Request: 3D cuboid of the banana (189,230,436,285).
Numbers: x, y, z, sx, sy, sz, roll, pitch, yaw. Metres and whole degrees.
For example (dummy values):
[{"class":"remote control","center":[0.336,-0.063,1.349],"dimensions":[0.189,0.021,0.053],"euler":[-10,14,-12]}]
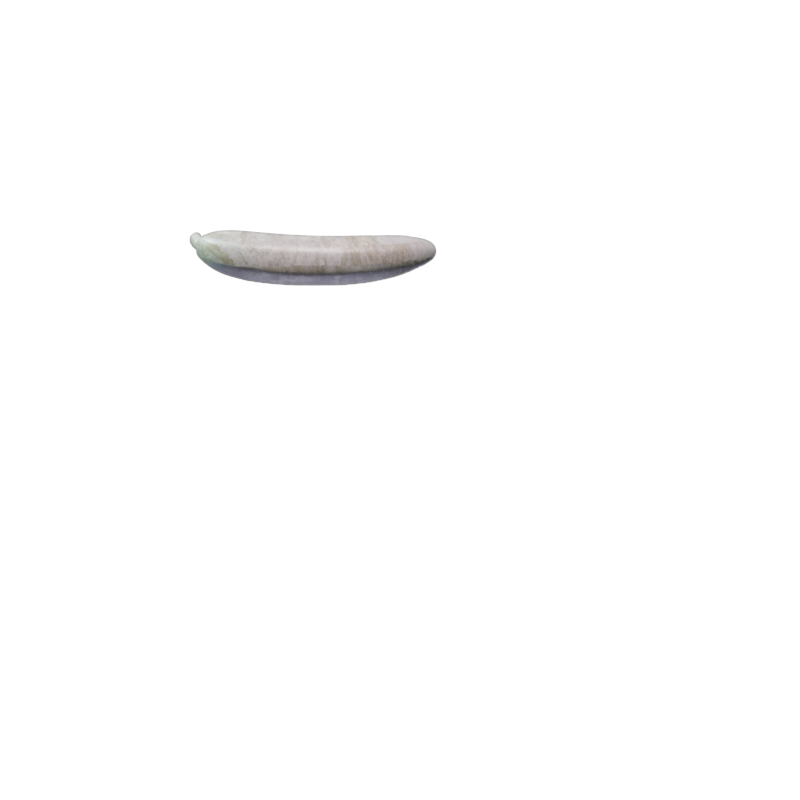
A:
[{"class":"banana","center":[-0.073,-0.113,0.848],"dimensions":[0.200,0.035,0.073],"euler":[5,32,8]}]
